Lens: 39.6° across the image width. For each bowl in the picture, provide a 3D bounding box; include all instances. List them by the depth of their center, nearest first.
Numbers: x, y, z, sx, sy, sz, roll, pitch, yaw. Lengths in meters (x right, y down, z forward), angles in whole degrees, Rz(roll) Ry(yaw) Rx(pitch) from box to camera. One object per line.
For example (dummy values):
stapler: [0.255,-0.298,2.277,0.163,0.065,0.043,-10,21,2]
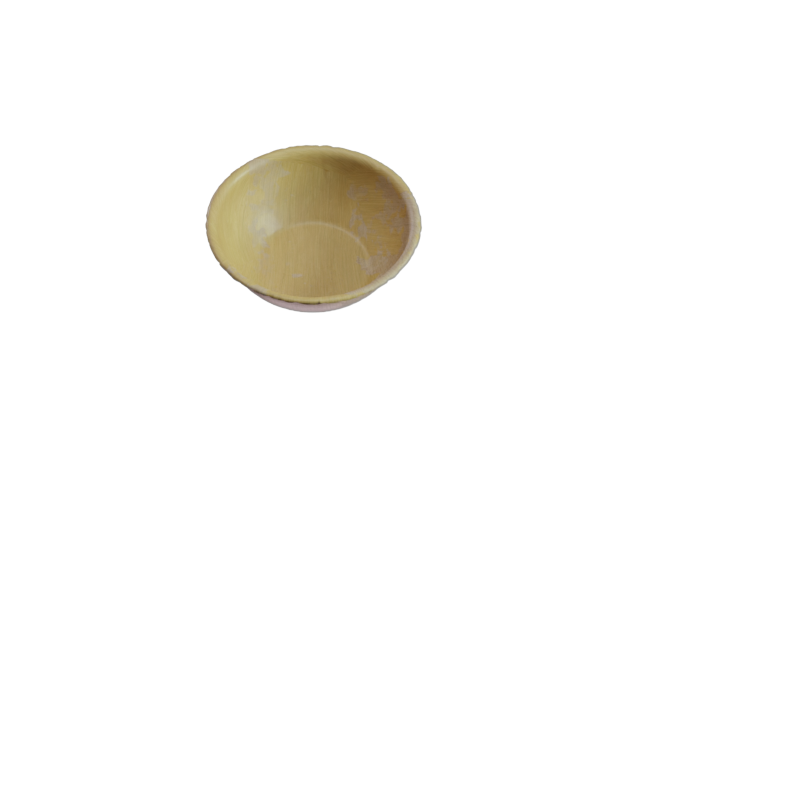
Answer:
bowl: [-0.066,-0.121,0.848,0.162,0.174,0.051,-1,-38,-1]
